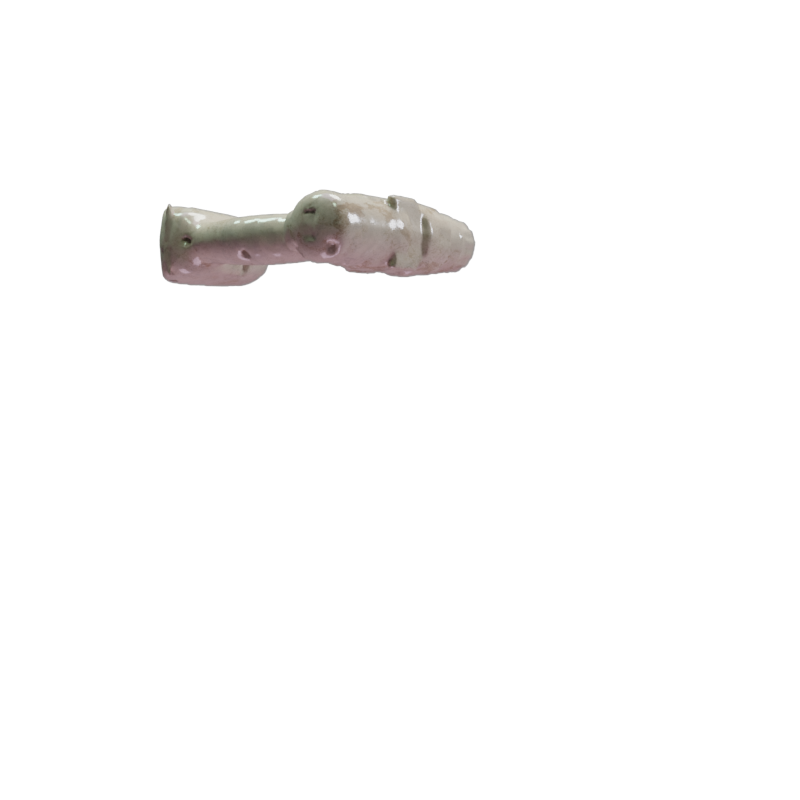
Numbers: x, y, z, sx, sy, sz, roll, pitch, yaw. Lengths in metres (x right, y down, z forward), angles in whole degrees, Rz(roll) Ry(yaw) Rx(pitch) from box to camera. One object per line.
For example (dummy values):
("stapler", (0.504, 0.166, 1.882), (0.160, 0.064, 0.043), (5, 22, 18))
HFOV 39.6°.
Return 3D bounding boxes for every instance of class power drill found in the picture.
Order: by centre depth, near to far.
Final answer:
("power drill", (-0.061, -0.112, 0.785), (0.194, 0.058, 0.176), (0, -1, 35))
